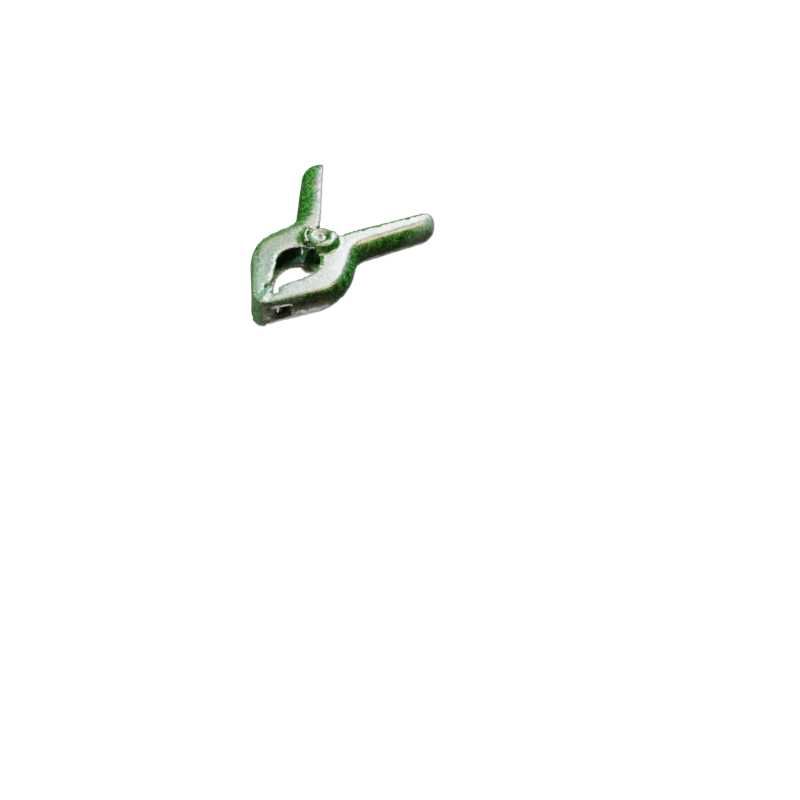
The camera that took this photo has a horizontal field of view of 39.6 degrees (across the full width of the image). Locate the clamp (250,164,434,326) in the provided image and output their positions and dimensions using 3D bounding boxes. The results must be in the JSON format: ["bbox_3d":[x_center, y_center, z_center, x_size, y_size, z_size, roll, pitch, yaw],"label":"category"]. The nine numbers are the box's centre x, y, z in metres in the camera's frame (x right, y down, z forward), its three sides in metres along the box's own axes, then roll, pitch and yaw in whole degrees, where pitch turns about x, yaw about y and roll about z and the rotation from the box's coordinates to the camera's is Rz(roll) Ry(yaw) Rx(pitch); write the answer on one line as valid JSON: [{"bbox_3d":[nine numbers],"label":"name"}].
[{"bbox_3d":[-0.068,-0.124,0.867,0.128,0.037,0.173,30,50,29],"label":"clamp"}]
